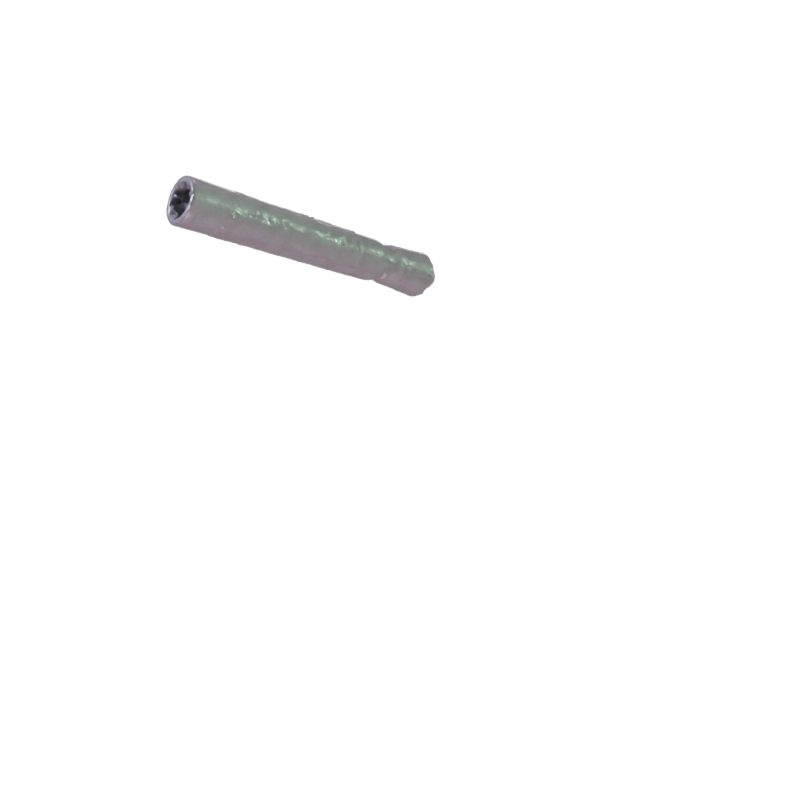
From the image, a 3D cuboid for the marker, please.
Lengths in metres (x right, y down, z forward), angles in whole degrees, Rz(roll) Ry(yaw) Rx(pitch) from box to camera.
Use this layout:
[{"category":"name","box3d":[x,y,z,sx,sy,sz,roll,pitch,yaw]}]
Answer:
[{"category":"marker","box3d":[-0.034,-0.061,0.428,0.115,0.020,0.021,13,-4,-36]}]
